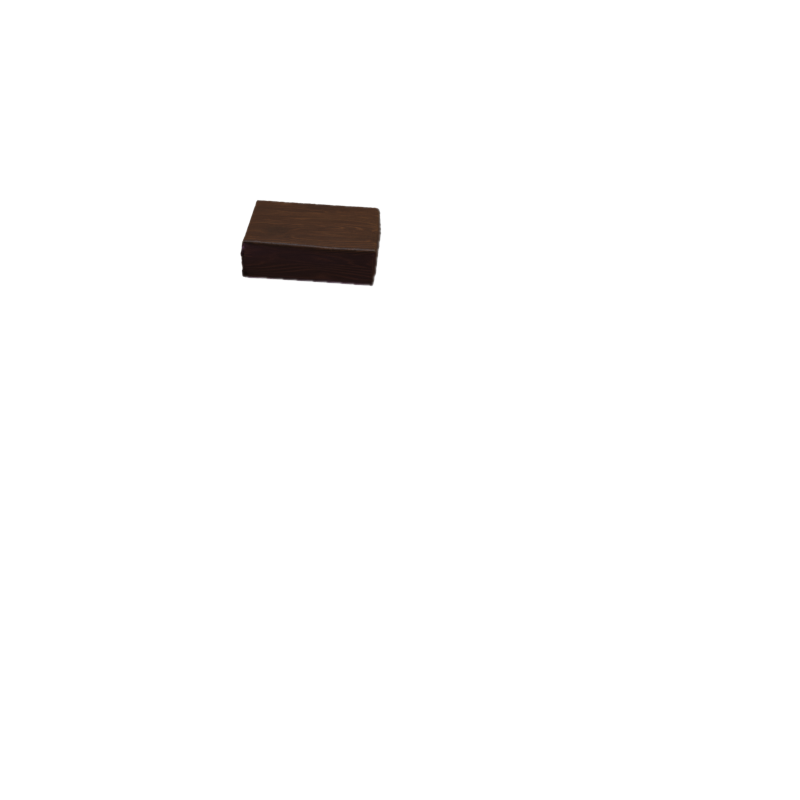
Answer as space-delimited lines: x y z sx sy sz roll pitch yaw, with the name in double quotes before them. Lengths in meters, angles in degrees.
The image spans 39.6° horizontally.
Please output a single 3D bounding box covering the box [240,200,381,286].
"box" -0.074 -0.135 0.947 0.114 0.037 0.095 2 30 3
